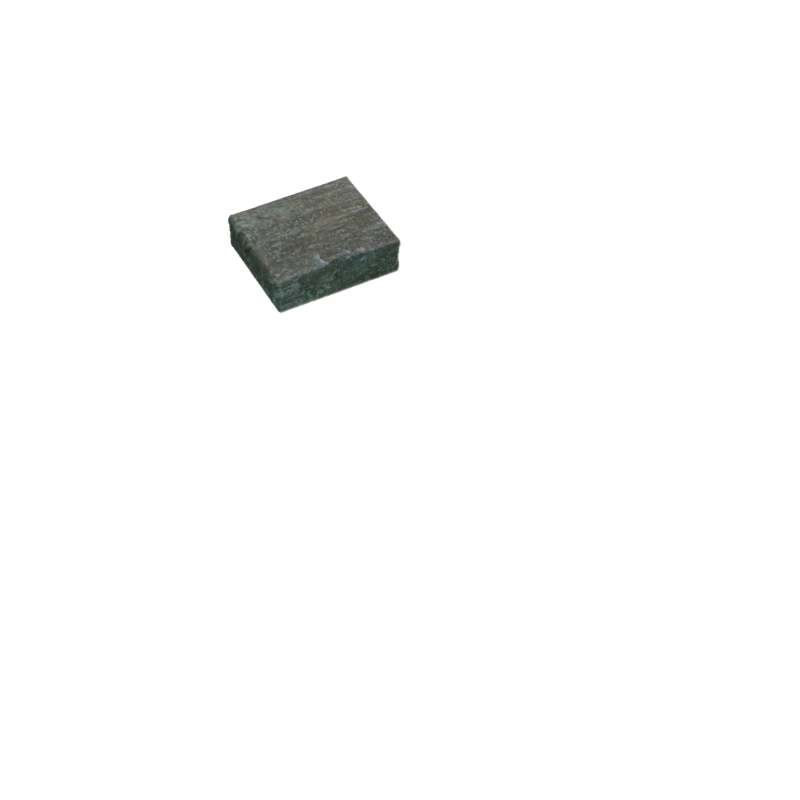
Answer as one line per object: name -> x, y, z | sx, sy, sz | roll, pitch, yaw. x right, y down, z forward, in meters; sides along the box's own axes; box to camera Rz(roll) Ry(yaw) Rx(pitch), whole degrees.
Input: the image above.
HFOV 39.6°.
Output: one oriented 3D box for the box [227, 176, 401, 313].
box -> -0.056, -0.101, 0.710 | 0.088, 0.028, 0.079 | -21, 50, -19
